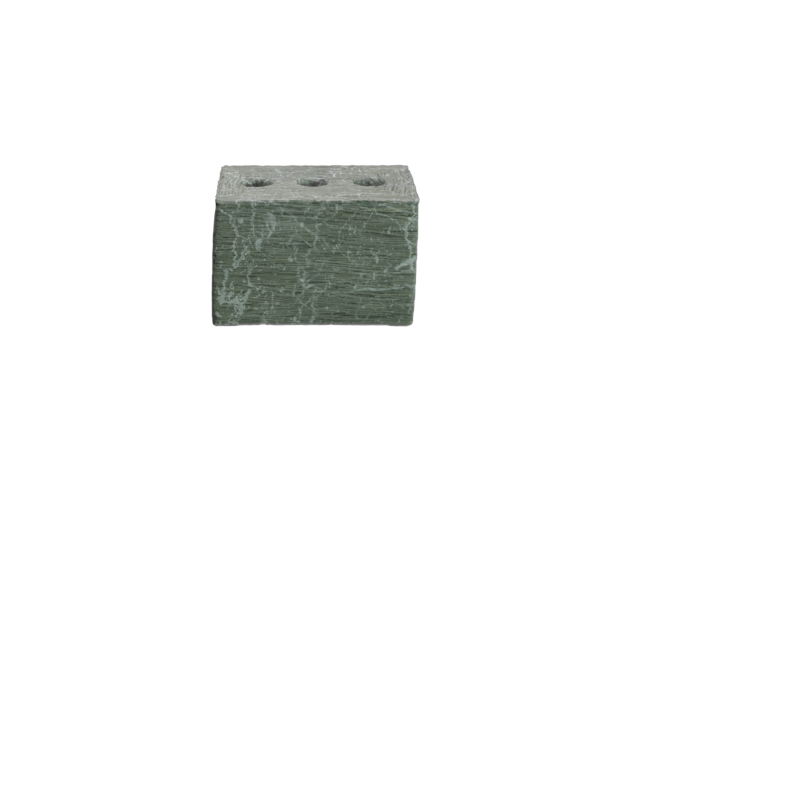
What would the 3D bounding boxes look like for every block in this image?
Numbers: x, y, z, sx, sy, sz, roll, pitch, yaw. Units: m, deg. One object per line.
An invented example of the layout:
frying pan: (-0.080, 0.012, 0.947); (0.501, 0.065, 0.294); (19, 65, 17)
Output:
block: (-0.034, -0.062, 0.437); (0.078, 0.049, 0.056); (-1, 24, -2)
